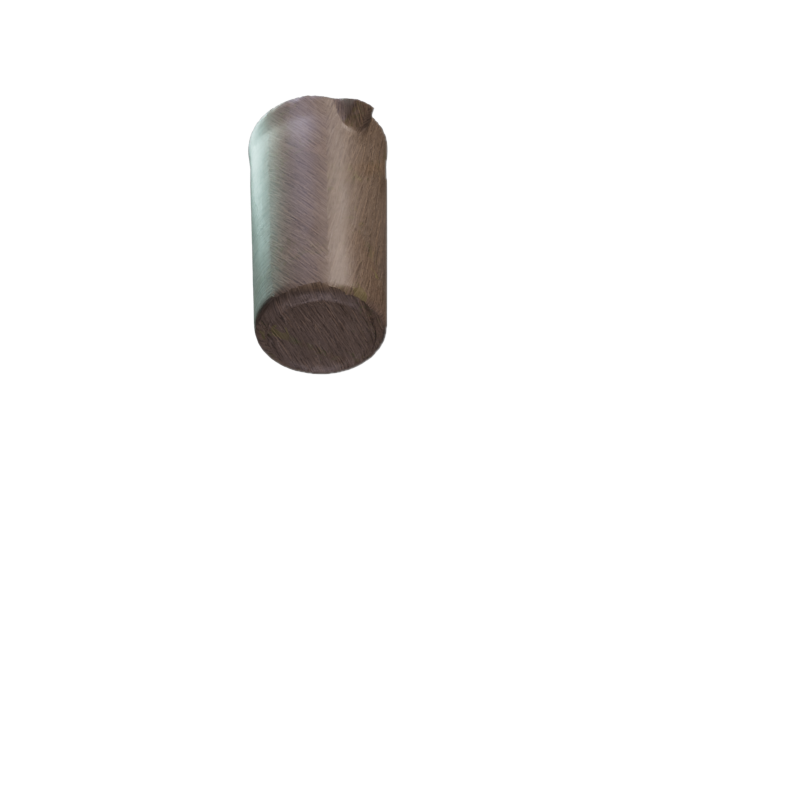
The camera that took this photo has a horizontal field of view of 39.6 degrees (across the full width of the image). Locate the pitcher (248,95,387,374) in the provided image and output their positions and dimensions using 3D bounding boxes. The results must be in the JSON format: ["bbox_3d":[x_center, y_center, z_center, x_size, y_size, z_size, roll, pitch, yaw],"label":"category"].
[{"bbox_3d":[-0.077,-0.140,0.980,0.146,0.261,0.138,-9,-42,6],"label":"pitcher"}]
